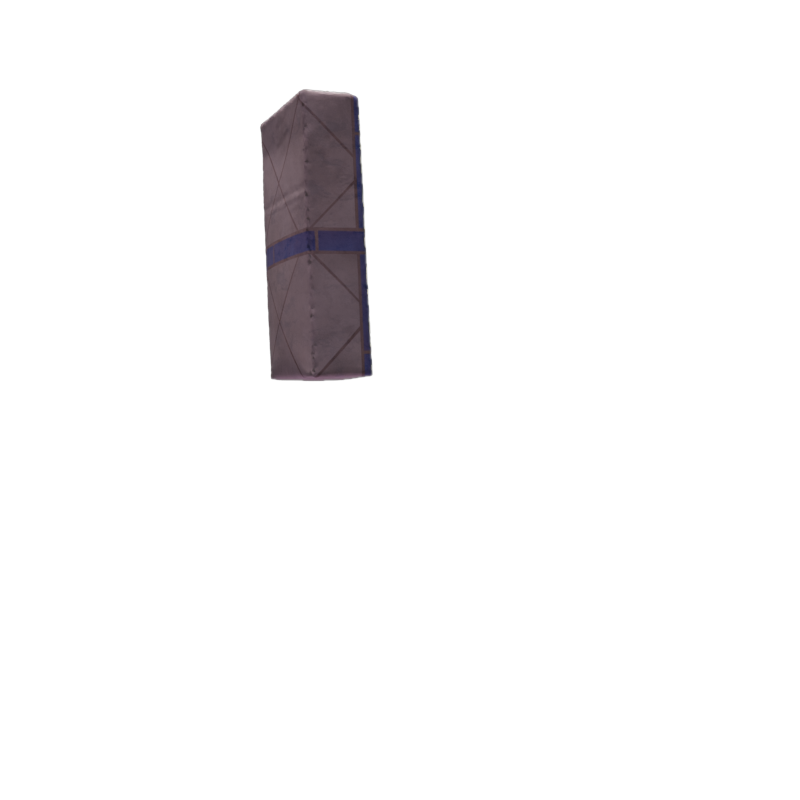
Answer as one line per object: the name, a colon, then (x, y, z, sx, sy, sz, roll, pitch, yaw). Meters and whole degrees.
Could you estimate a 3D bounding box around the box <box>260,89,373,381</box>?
box: (-0.055, -0.101, 0.710, 0.047, 0.180, 0.094, 3, -7, -22)
